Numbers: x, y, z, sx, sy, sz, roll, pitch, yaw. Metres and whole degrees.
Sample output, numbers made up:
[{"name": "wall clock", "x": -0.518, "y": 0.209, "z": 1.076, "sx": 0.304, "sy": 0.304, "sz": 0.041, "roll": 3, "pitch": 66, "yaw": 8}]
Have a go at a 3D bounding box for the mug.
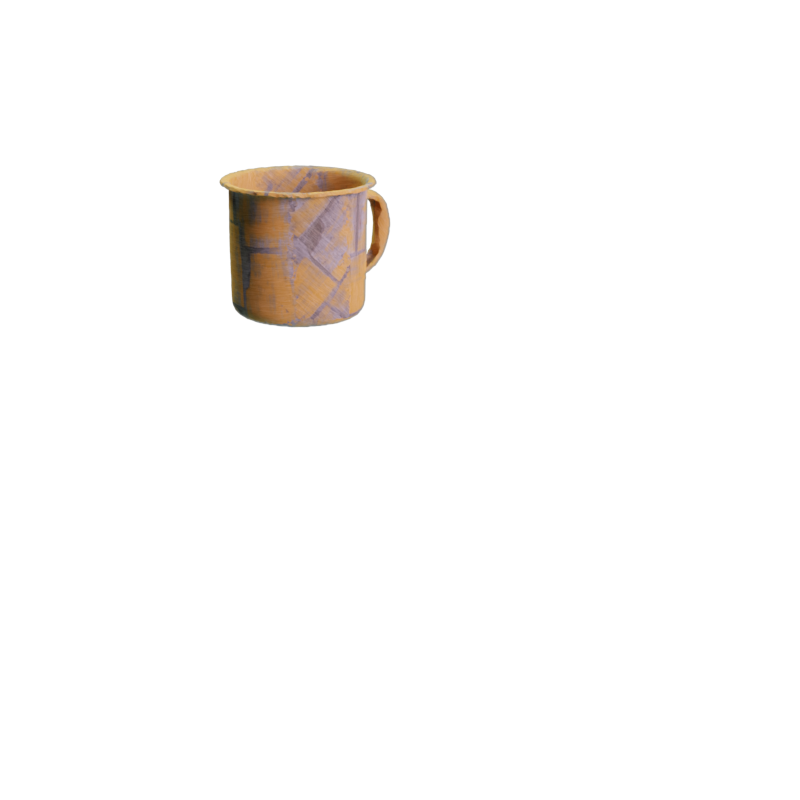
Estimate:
[{"name": "mug", "x": -0.053, "y": -0.096, "z": 0.675, "sx": 0.115, "sy": 0.079, "sz": 0.099, "roll": -17, "pitch": 25, "yaw": -41}]
